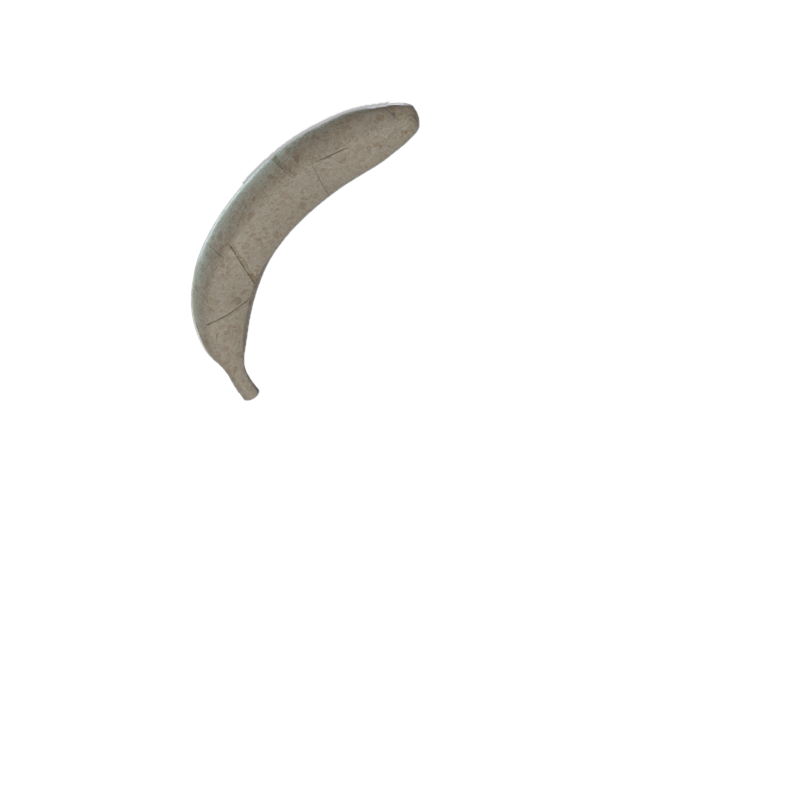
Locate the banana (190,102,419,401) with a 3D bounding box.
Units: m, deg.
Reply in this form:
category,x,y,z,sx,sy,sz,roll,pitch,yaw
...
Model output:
category,x,y,z,sx,sy,sz,roll,pitch,yaw
banana,-0.066,-0.092,0.613,0.067,0.192,0.039,27,24,-15
